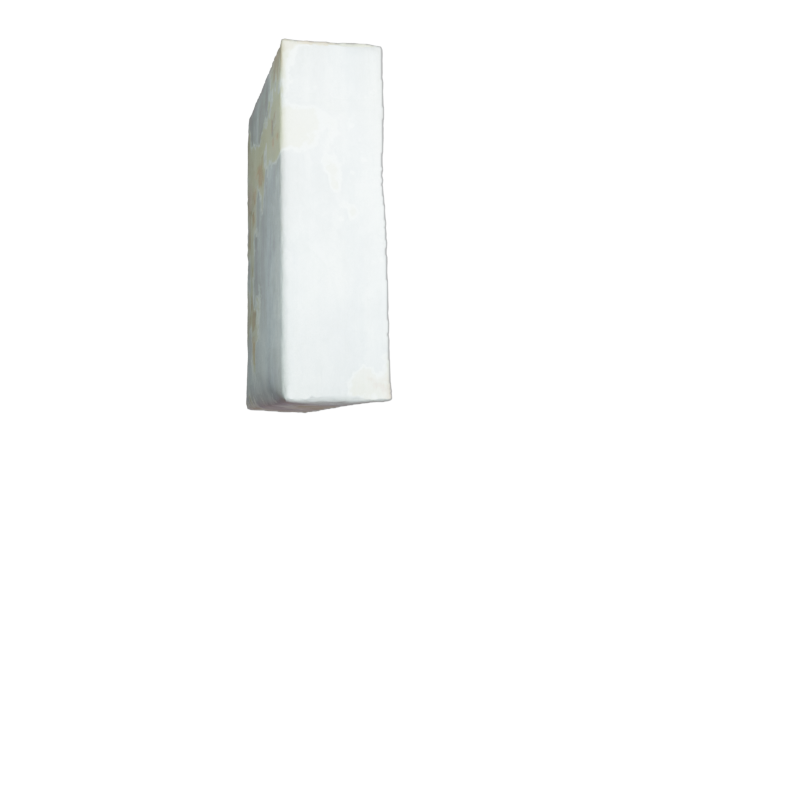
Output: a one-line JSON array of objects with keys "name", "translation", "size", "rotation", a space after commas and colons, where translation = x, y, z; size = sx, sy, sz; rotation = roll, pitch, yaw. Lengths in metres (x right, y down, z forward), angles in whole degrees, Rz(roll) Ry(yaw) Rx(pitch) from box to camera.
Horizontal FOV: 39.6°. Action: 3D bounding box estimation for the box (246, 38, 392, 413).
[{"name": "box", "translation": [-0.056, -0.102, 0.714], "size": [0.071, 0.219, 0.164], "rotation": [2, -8, -14]}]
